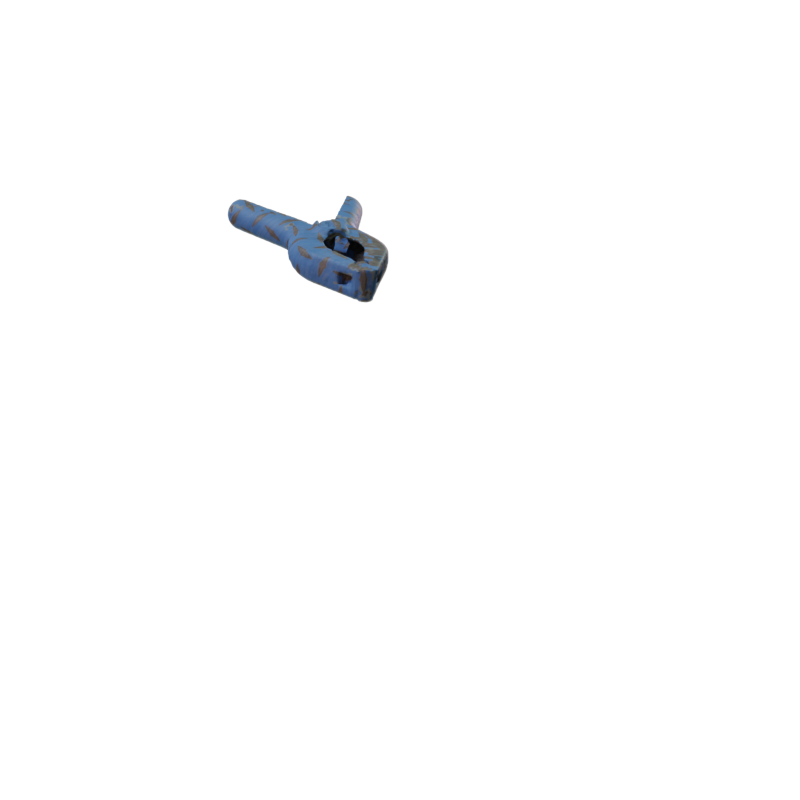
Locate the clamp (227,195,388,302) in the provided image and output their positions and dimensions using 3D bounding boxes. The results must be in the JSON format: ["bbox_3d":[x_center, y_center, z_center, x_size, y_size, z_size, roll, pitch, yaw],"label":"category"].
[{"bbox_3d":[-0.070,-0.128,0.894,0.118,0.037,0.183,-7,28,-14],"label":"clamp"}]
